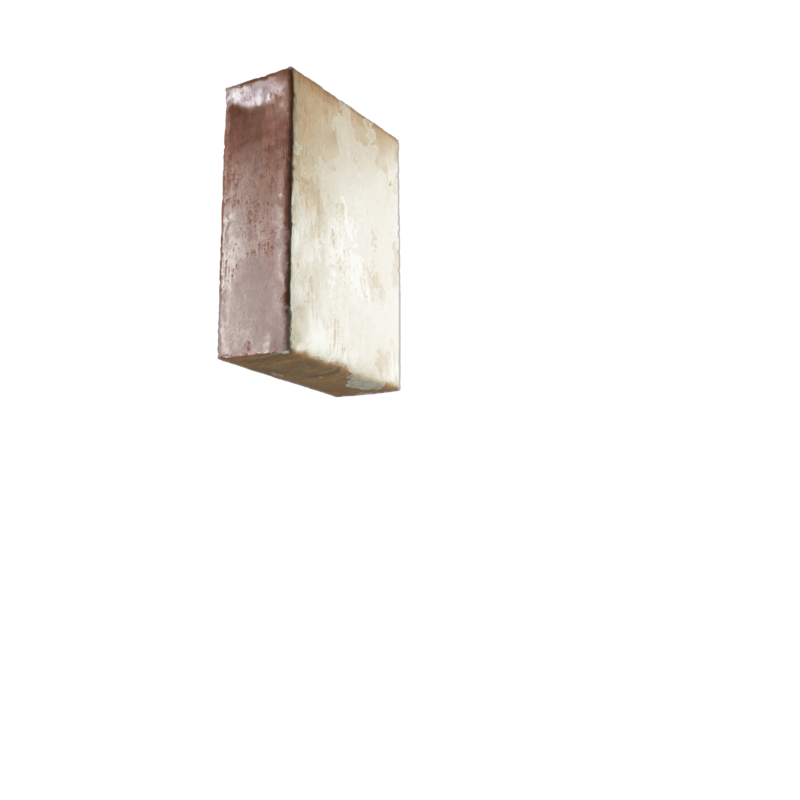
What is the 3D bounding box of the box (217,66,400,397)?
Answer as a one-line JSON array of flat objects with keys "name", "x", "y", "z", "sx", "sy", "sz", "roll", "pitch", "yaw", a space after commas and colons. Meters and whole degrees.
[{"name": "box", "x": -0.066, "y": -0.121, "z": 0.847, "sx": 0.073, "sy": 0.222, "sz": 0.154, "roll": -11, "pitch": -18, "yaw": 29}]
